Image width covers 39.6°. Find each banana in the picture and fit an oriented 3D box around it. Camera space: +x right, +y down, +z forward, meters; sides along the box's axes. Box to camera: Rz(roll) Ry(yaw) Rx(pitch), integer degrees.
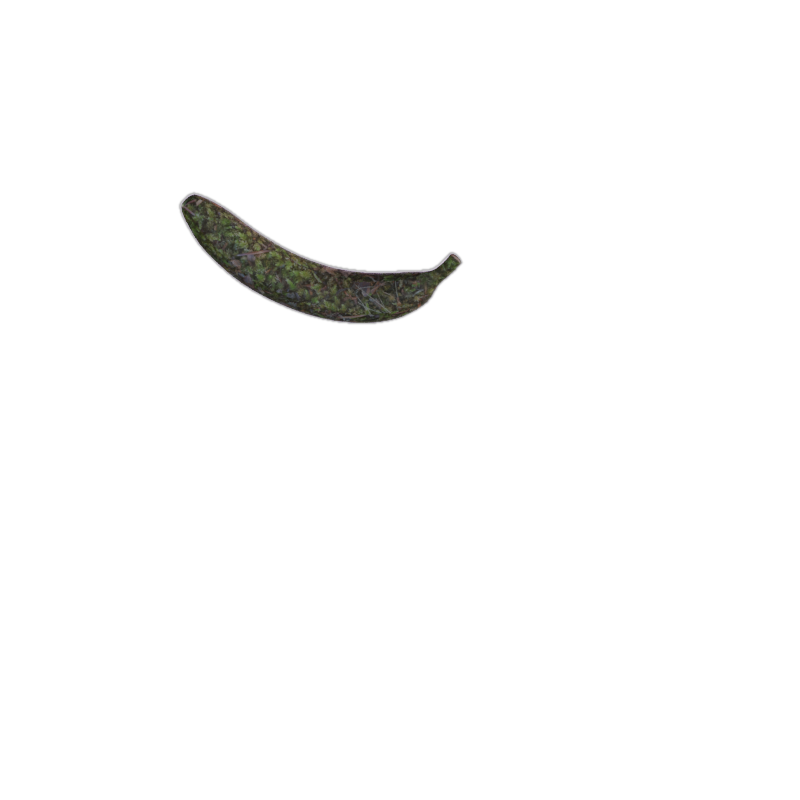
[{"bbox_3d":[-0.061,-0.093,0.779,0.197,0.068,0.038,12,14,-3],"label":"banana"}]
